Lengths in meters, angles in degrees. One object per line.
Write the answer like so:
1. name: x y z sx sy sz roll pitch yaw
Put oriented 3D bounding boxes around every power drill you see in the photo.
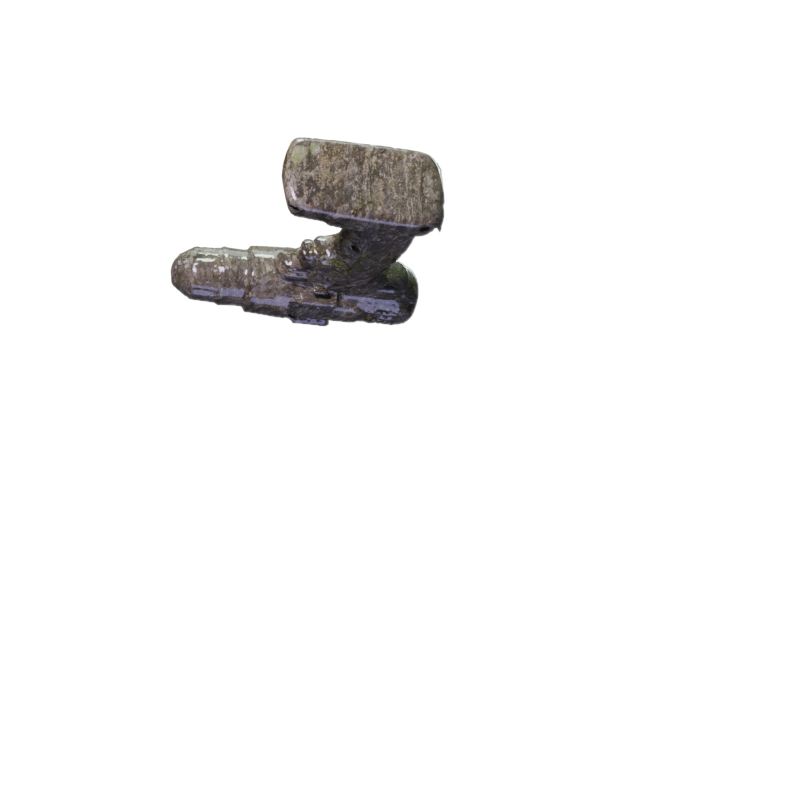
1. power drill: -0.060 -0.109 0.765 0.181 0.060 0.182 4 -20 -13
